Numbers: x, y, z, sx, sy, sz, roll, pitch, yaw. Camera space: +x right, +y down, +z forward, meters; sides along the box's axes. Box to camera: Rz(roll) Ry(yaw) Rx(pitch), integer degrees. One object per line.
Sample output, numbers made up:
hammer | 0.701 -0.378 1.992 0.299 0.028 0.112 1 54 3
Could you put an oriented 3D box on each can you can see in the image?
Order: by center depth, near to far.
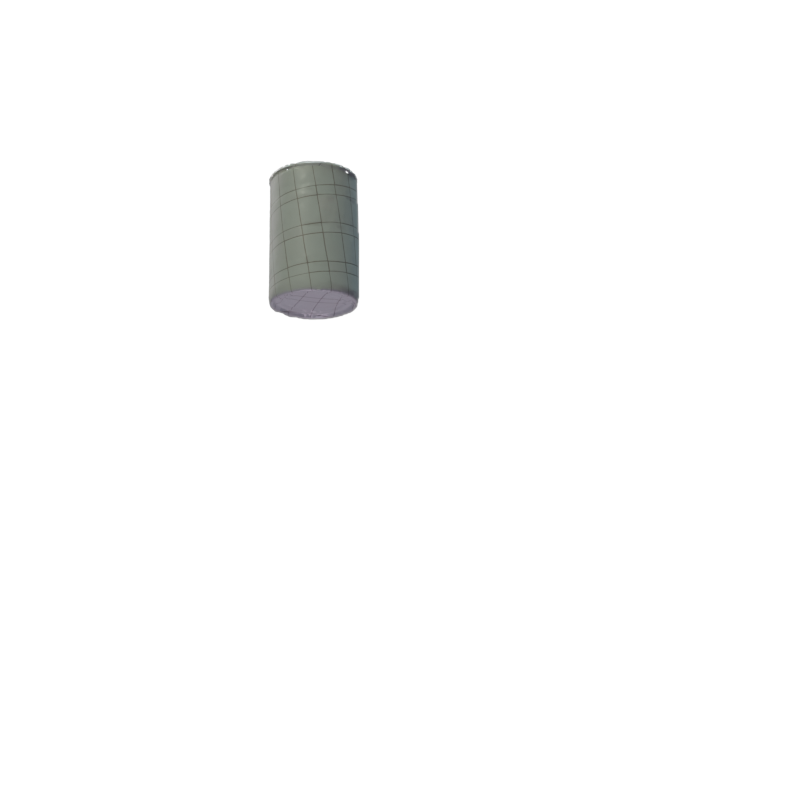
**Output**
can | -0.065 -0.119 0.831 0.068 0.107 0.065 0 -20 -2
